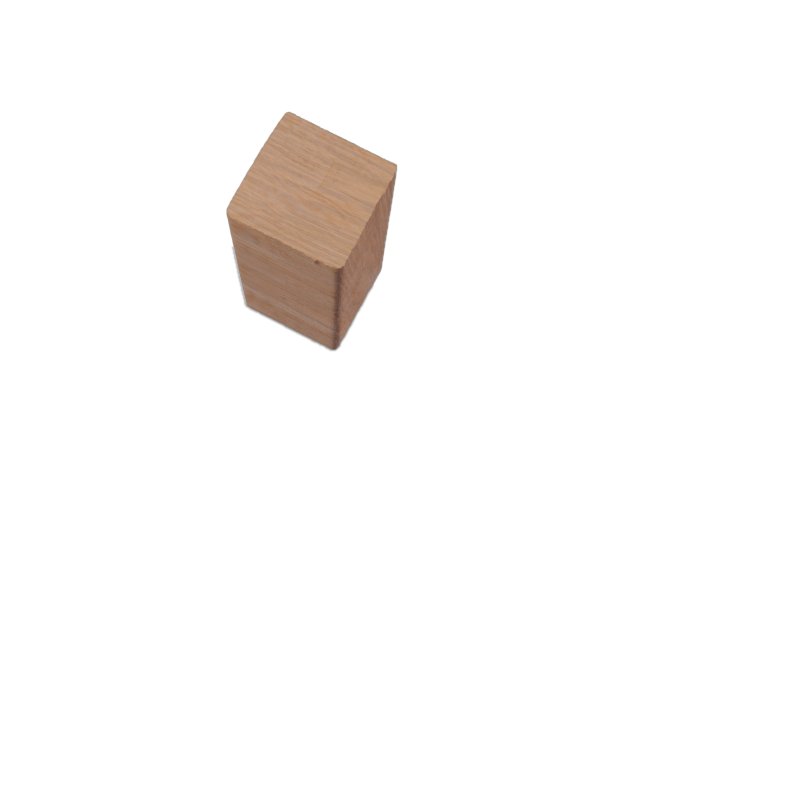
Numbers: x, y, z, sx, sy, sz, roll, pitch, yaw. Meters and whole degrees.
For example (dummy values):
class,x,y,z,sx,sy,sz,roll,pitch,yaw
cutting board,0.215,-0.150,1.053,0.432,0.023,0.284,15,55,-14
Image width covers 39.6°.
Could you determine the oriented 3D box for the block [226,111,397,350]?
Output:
class,x,y,z,sx,sy,sz,roll,pitch,yaw
block,-0.066,-0.120,0.842,0.092,0.092,0.198,28,-14,3
